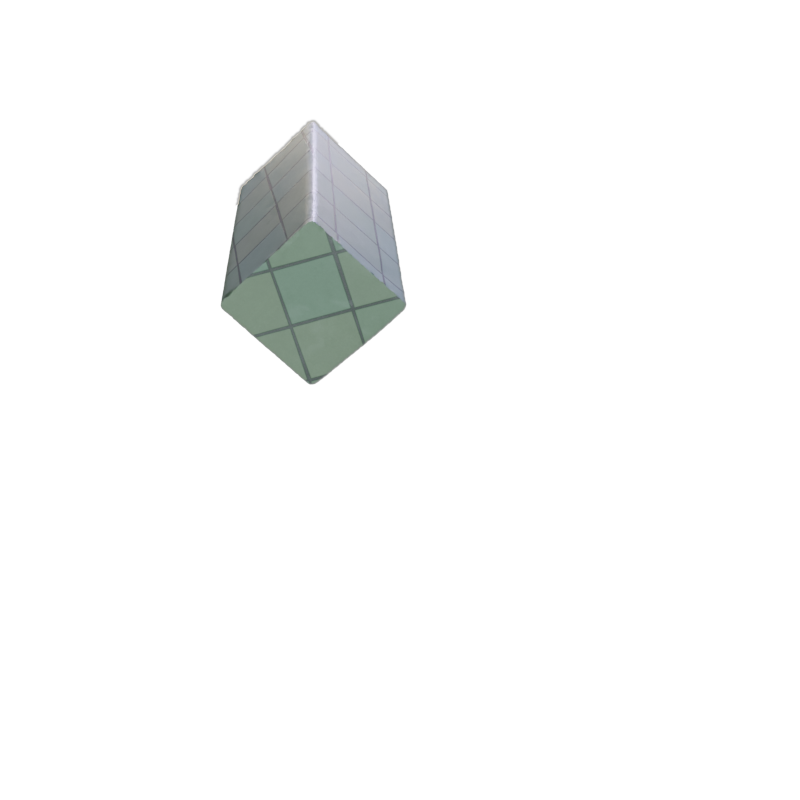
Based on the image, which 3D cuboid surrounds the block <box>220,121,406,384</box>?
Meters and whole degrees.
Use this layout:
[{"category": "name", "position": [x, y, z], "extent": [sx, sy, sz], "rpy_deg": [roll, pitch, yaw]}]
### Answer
[{"category": "block", "position": [-0.064, -0.116, 0.816], "extent": [0.086, 0.089, 0.219], "rpy_deg": [41, 20, -23]}]
